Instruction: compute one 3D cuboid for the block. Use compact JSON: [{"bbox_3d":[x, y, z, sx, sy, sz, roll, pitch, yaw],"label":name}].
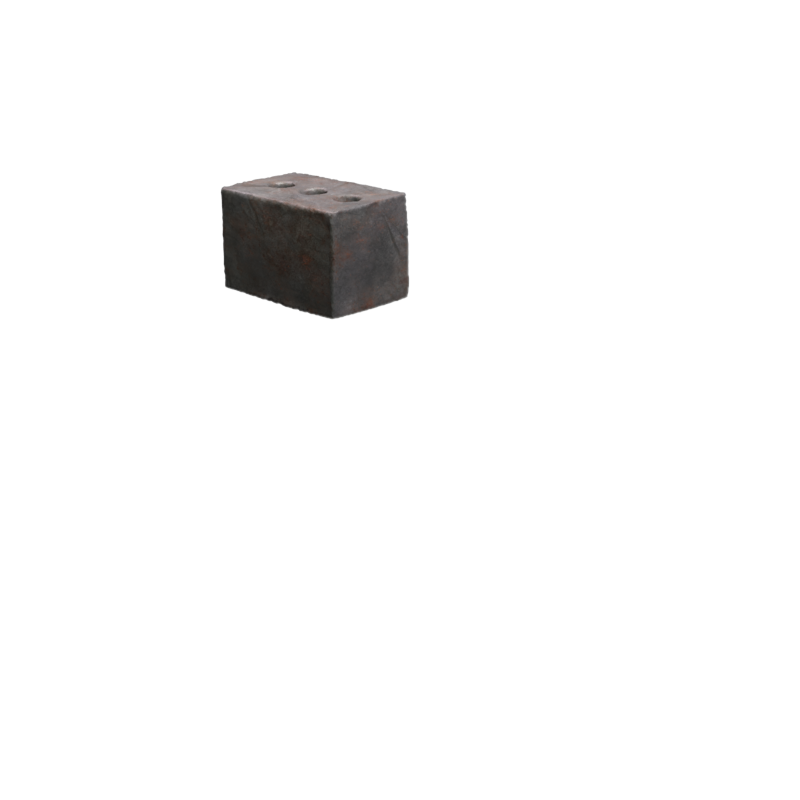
[{"bbox_3d":[-0.041,-0.076,0.530,0.082,0.049,0.052,18,25,39],"label":"block"}]
